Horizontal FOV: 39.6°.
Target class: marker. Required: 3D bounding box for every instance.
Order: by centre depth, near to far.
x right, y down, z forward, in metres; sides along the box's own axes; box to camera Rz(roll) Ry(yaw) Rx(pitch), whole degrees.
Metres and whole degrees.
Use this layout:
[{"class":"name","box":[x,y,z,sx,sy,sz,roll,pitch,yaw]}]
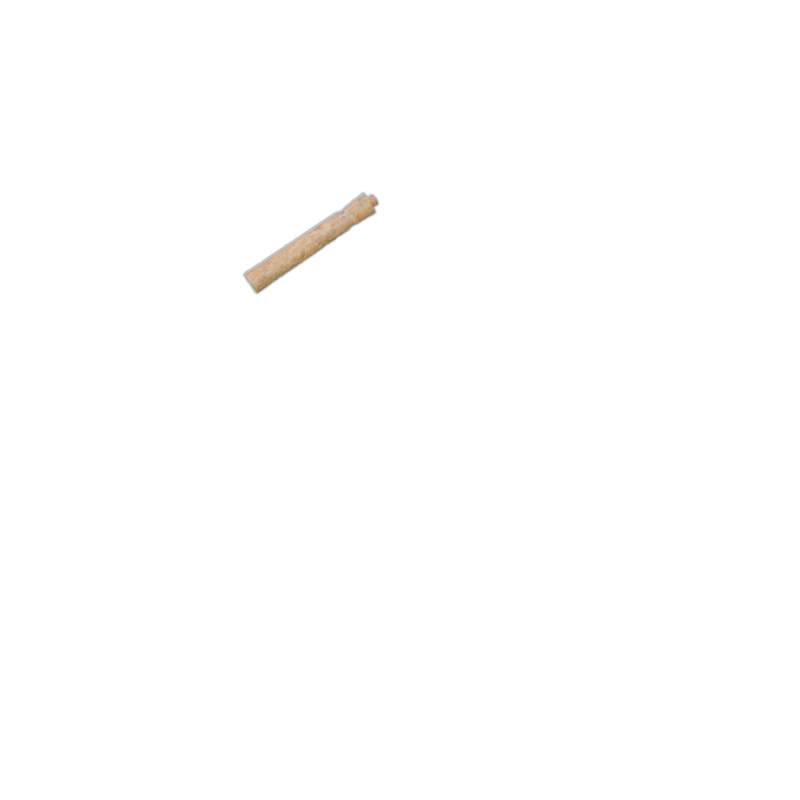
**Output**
[{"class":"marker","box":[-0.069,-0.126,0.883,0.121,0.020,0.020,-34,6,-3]}]
